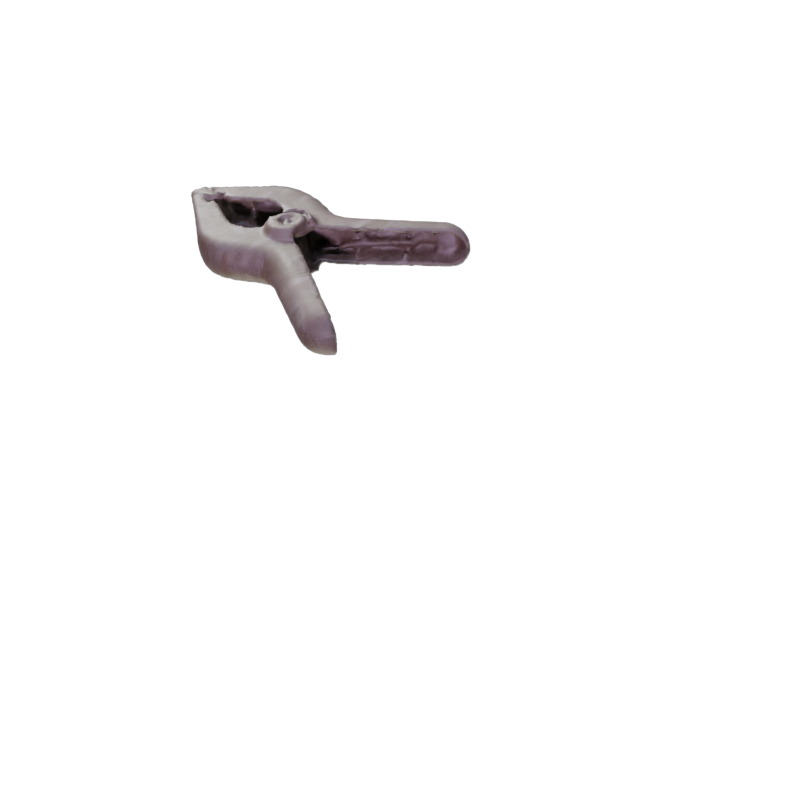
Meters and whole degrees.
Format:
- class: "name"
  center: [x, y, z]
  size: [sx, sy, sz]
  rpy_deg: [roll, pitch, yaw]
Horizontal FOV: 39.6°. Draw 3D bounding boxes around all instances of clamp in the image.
- class: "clamp"
  center: [-0.049, -0.090, 0.629]
  size: [0.119, 0.037, 0.184]
  rpy_deg: [-24, 42, -31]
